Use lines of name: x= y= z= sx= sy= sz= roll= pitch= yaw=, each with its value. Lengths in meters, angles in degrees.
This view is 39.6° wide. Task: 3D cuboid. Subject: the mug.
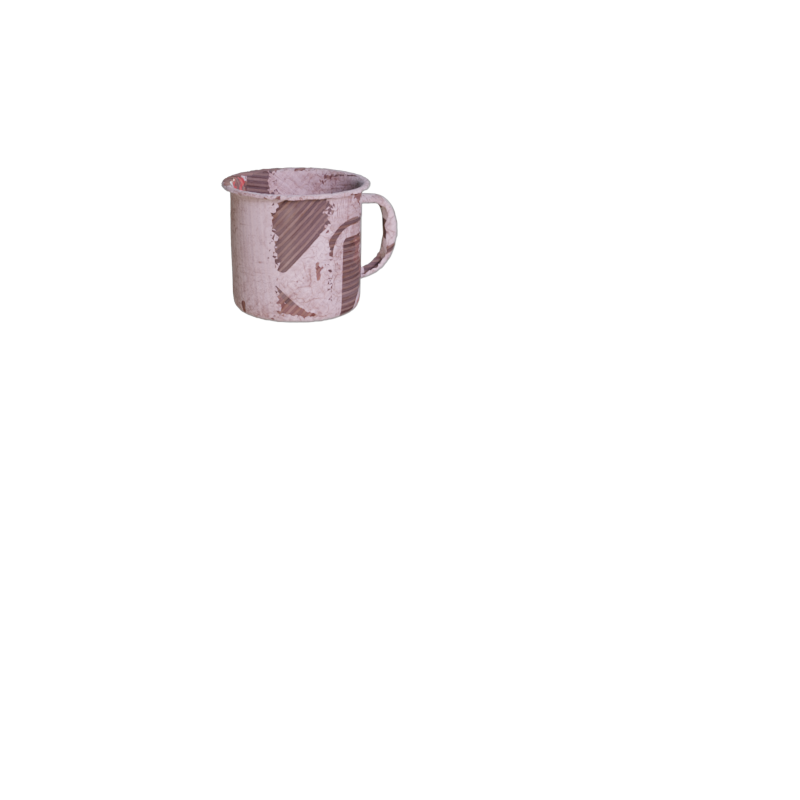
mug: x=-0.055 y=-0.101 z=0.704 sx=0.114 sy=0.078 sz=0.099 roll=-10 pitch=22 yaw=-27
